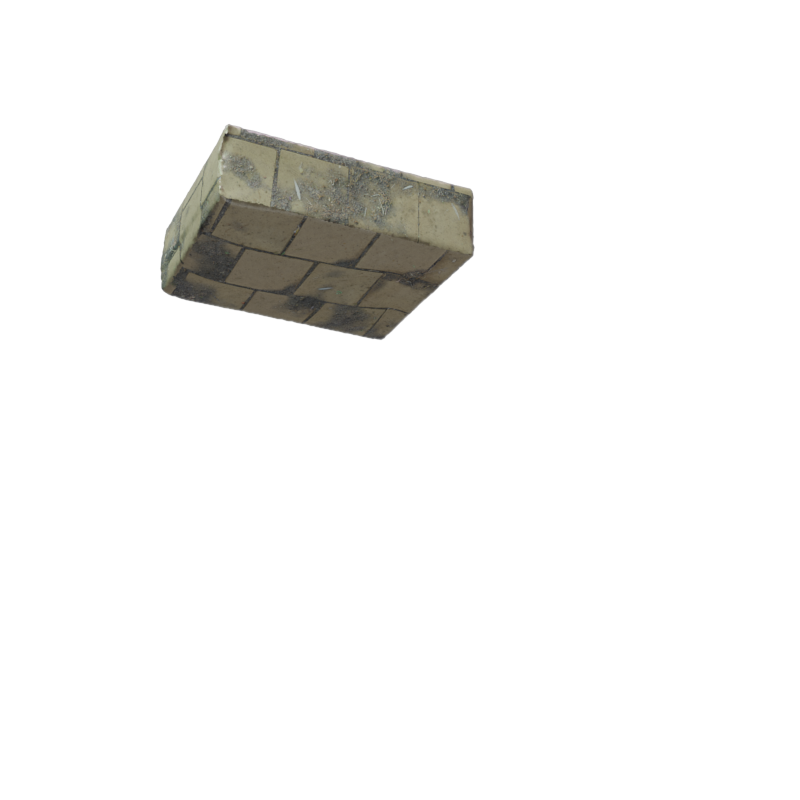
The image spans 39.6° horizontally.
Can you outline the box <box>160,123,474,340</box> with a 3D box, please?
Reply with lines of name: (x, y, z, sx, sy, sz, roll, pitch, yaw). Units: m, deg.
box: (-0.037, -0.068, 0.478, 0.110, 0.041, 0.088, 10, -27, -21)
